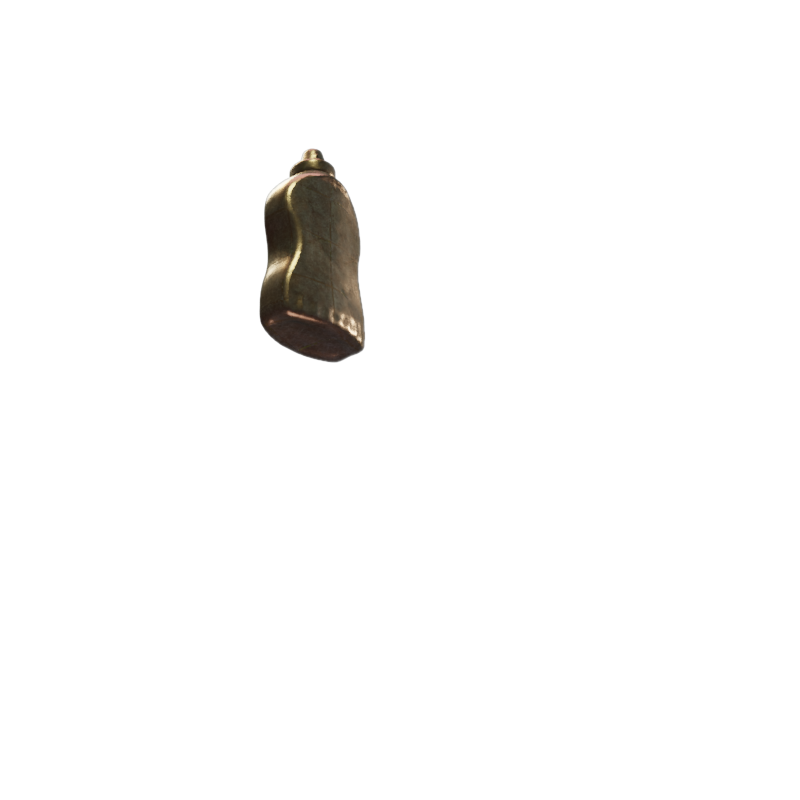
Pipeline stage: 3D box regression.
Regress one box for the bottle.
[{"bbox_3d":[-0.074,-0.134,0.939,0.058,0.205,0.090,-29,-40,36],"label":"bottle"}]
